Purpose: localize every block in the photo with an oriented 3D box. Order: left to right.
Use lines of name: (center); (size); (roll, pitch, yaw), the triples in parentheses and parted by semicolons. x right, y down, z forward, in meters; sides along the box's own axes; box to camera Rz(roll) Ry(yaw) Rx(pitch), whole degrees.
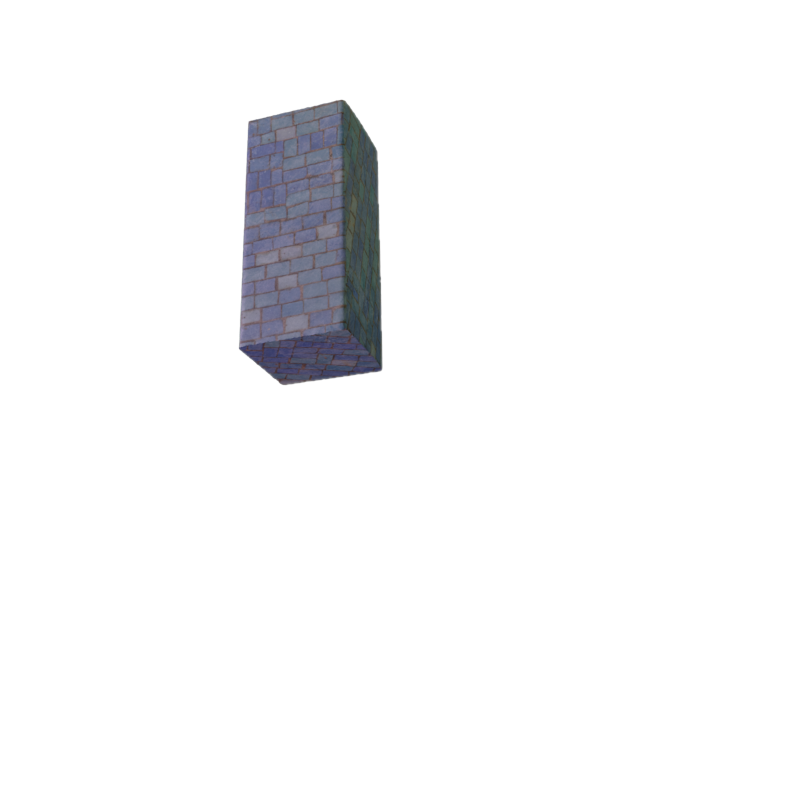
block: (-0.070, -0.129, 0.905); (0.092, 0.218, 0.084); (-10, -27, 17)
